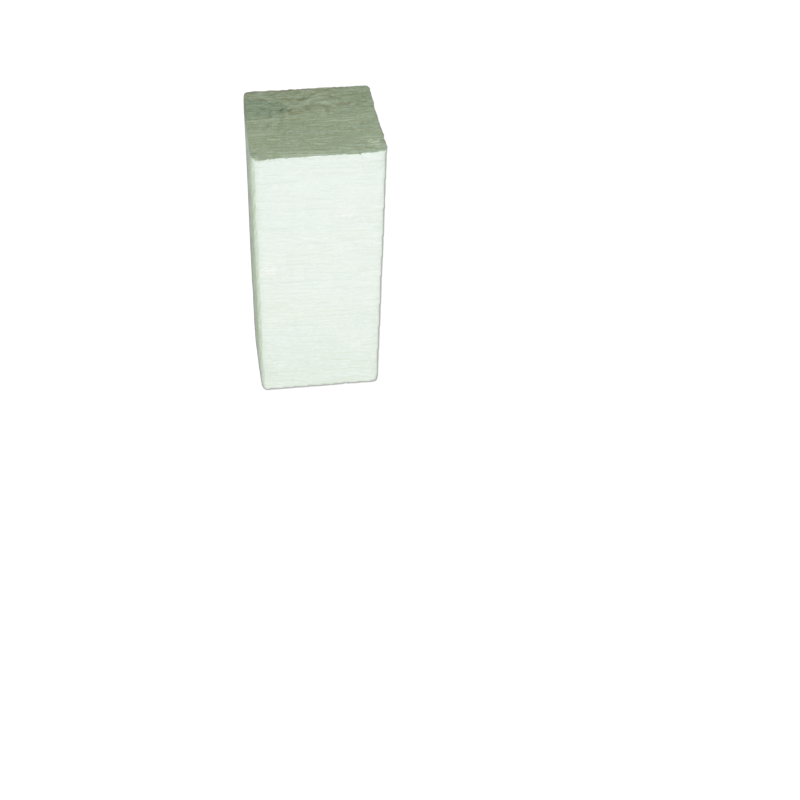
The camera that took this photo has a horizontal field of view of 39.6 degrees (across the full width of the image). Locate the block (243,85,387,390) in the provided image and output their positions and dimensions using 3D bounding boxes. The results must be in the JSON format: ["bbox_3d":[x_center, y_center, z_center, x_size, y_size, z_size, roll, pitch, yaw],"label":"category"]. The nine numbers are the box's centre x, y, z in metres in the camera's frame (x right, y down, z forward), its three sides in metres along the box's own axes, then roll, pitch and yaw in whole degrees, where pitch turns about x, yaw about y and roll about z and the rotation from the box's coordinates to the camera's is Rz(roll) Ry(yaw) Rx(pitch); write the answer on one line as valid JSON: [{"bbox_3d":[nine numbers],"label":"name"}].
[{"bbox_3d":[-0.063,-0.114,0.802,0.090,0.192,0.097,-4,41,-8],"label":"block"}]
